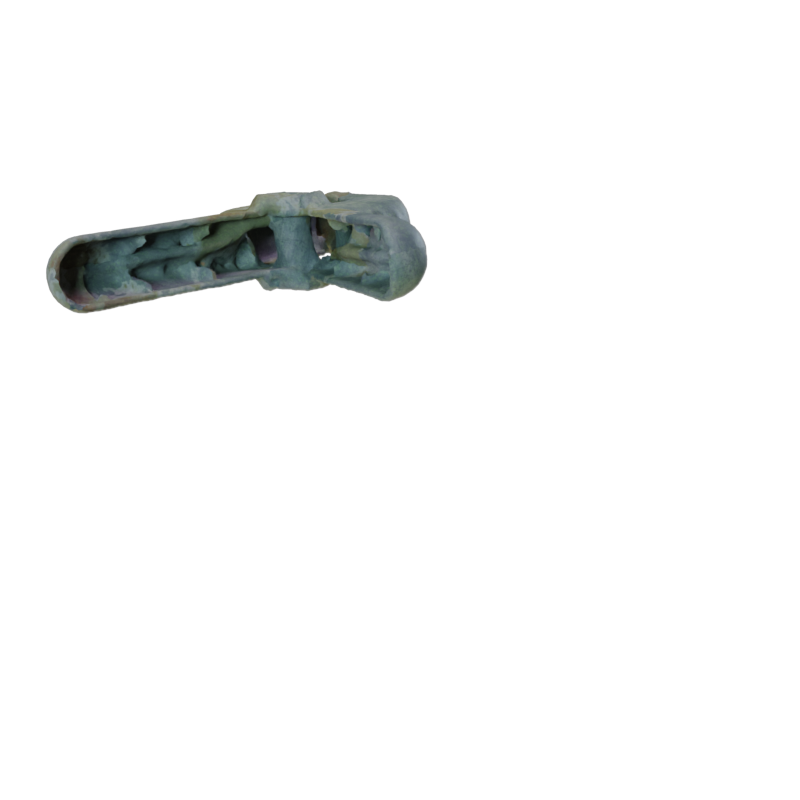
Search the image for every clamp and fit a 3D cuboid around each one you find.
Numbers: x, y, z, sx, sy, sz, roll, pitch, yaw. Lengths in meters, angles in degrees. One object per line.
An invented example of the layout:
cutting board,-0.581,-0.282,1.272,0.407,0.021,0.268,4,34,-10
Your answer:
clamp,-0.031,-0.057,0.400,0.124,0.038,0.172,6,18,19
